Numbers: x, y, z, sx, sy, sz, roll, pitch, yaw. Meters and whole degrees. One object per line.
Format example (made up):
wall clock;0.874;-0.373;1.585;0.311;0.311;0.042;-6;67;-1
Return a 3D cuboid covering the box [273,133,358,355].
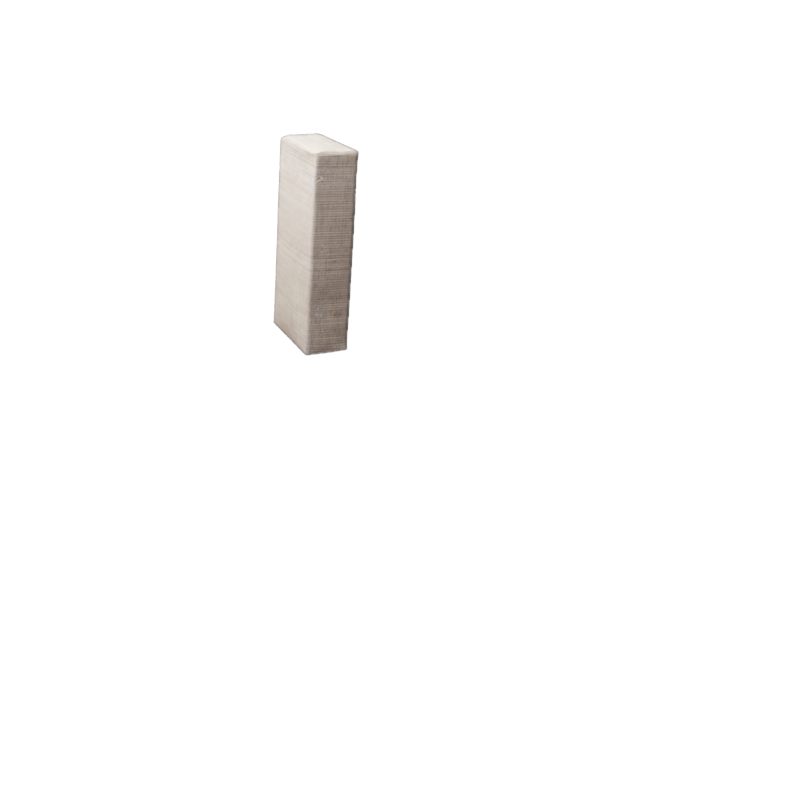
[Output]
box;-0.076;-0.137;0.961;0.047;0.170;0.099;-6;18;-23
